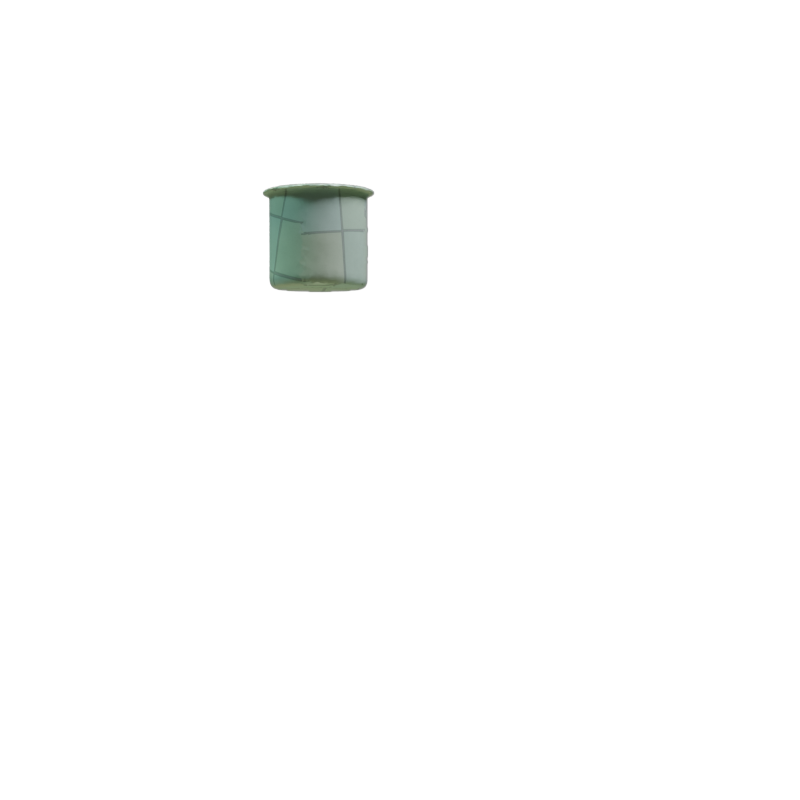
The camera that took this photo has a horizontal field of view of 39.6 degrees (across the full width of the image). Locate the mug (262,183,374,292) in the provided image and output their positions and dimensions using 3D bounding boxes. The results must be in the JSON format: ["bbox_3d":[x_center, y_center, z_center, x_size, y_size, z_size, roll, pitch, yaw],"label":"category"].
[{"bbox_3d":[-0.073,-0.133,0.930,0.090,0.082,0.120,1,-1,-24],"label":"mug"}]
